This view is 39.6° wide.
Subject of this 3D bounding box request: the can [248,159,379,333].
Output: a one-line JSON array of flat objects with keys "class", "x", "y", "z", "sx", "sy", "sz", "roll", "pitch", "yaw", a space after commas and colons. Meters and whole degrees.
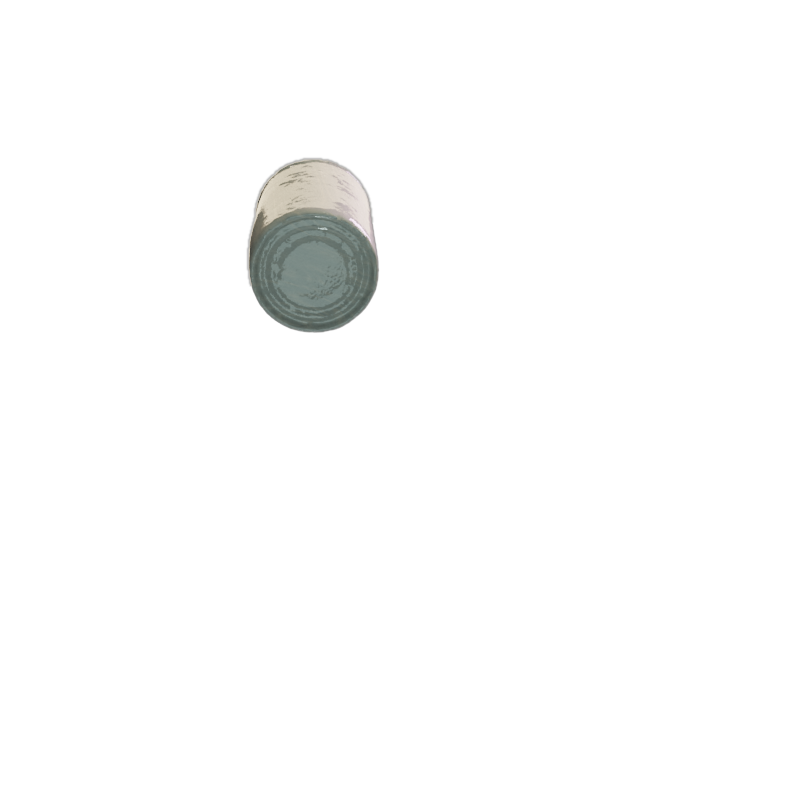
[{"class": "can", "x": -0.047, "y": -0.086, "z": 0.604, "sx": 0.068, "sy": 0.065, "sz": 0.107, "roll": 0, "pitch": 24, "yaw": -3}]
